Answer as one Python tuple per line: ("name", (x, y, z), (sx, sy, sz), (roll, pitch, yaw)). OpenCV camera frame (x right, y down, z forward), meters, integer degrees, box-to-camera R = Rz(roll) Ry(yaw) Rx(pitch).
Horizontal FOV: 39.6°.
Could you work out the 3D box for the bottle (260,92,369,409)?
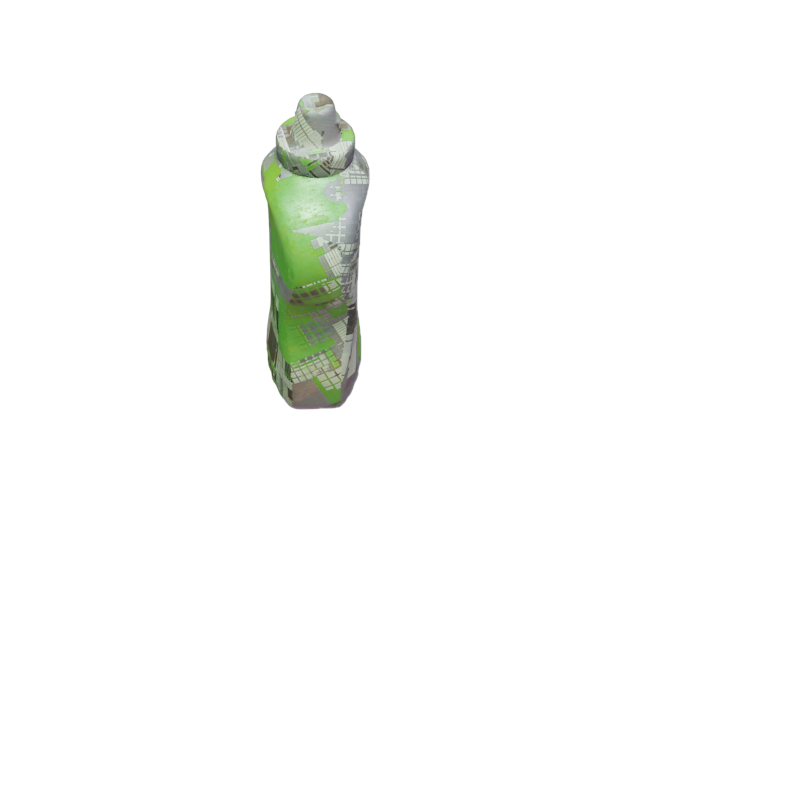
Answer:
("bottle", (-0.048, -0.088, 0.620), (0.058, 0.103, 0.179), (0, -43, -4))
